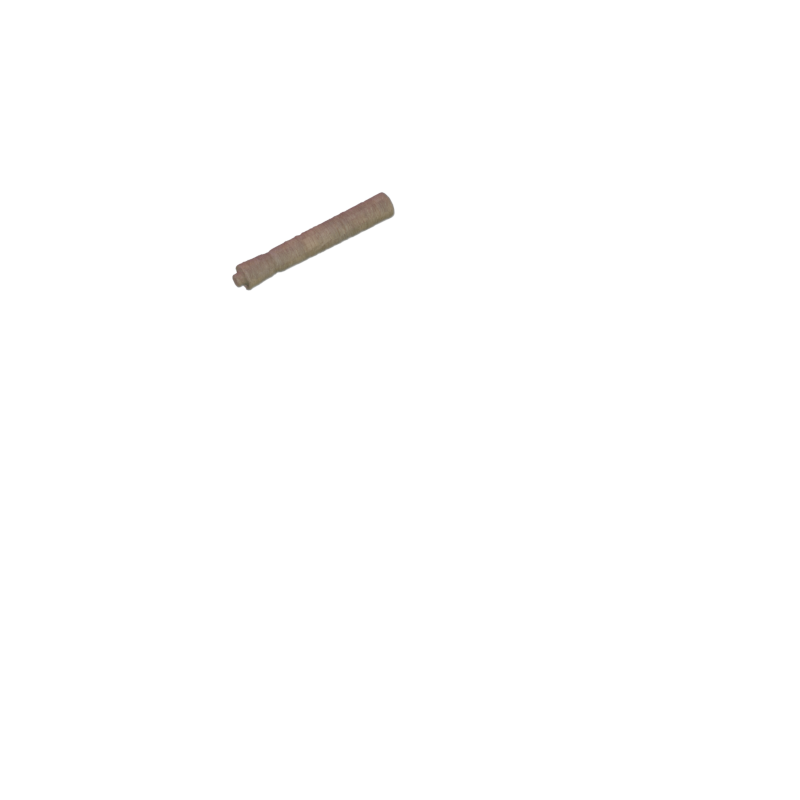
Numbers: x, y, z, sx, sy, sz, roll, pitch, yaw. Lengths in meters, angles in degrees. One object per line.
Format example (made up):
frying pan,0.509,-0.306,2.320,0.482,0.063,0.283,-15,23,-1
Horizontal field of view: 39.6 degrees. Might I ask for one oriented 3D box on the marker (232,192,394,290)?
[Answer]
marker,-0.058,-0.106,0.741,0.121,0.019,0.020,-30,15,-19
